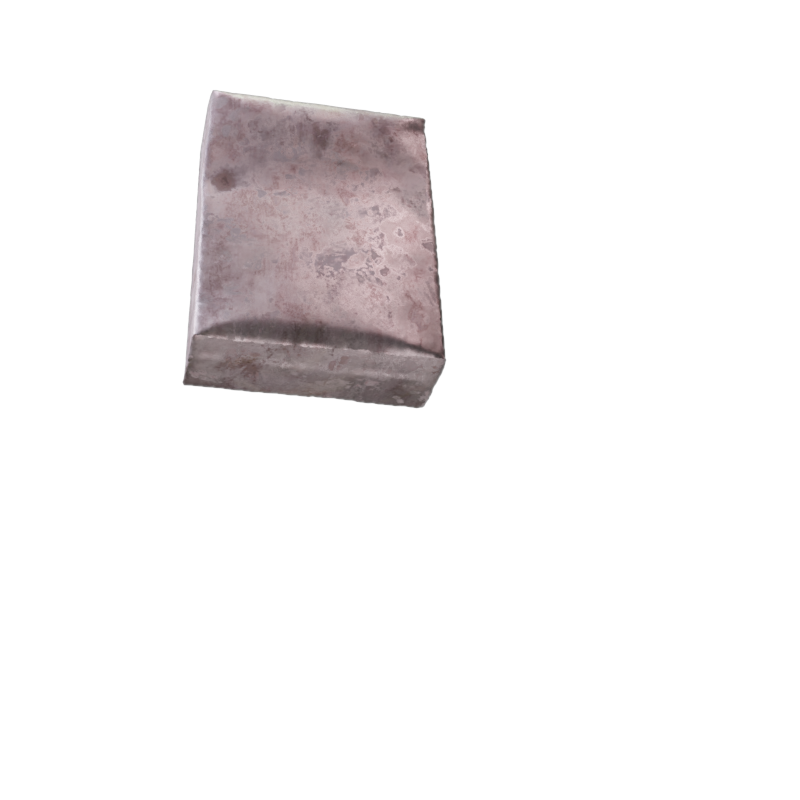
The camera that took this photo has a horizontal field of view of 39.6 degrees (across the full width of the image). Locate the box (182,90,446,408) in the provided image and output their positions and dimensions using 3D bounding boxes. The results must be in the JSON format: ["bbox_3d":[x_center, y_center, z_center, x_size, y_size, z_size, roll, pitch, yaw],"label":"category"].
[{"bbox_3d":[-0.060,-0.109,0.765,0.161,0.229,0.068,5,-35,-11],"label":"box"}]
